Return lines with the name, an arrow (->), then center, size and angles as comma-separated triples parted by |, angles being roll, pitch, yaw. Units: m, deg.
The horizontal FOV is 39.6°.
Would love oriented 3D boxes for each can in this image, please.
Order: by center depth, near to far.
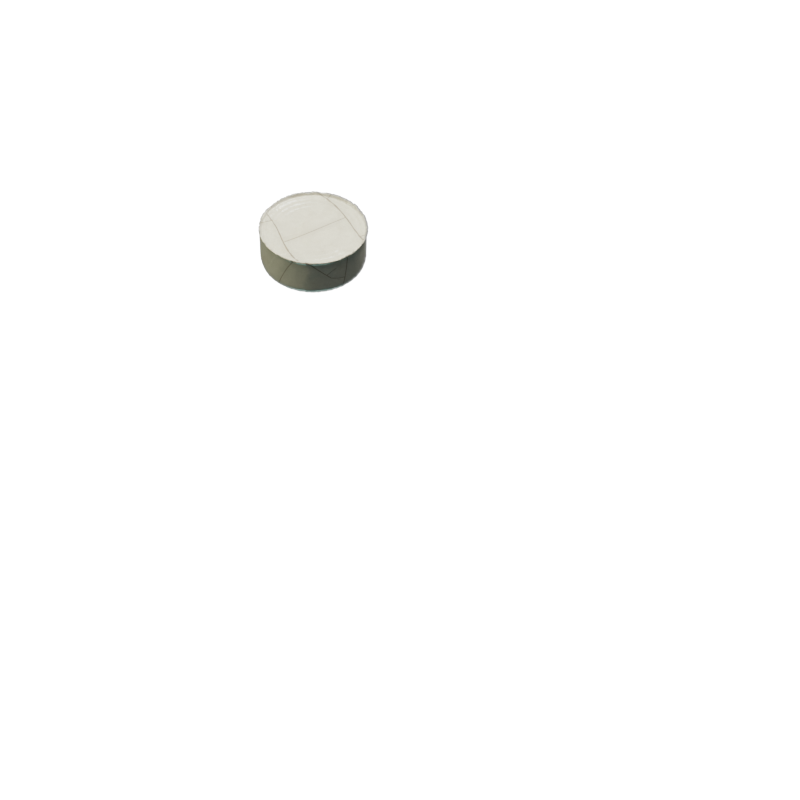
can -> -0.069, -0.125, 0.878 | 0.086, 0.092, 0.031 | -1, -44, -1
